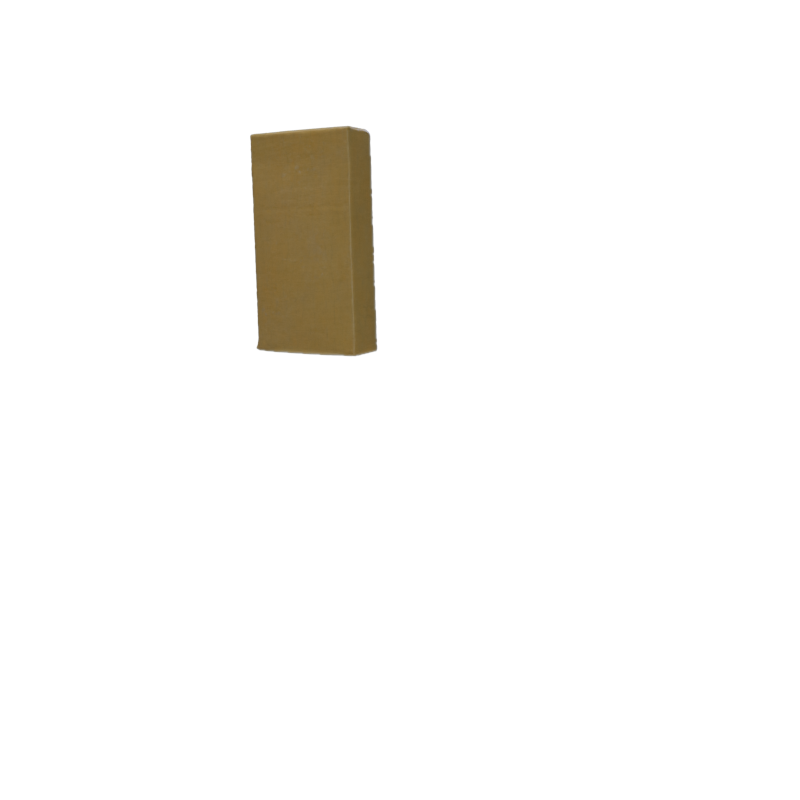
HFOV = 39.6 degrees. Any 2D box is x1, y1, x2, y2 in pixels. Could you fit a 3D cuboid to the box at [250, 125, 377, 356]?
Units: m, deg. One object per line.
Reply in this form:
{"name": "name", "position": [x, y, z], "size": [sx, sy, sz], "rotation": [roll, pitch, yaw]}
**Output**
{"name": "box", "position": [-0.069, -0.126, 0.879], "size": [0.096, 0.177, 0.046], "rotation": [0, 0, 29]}
